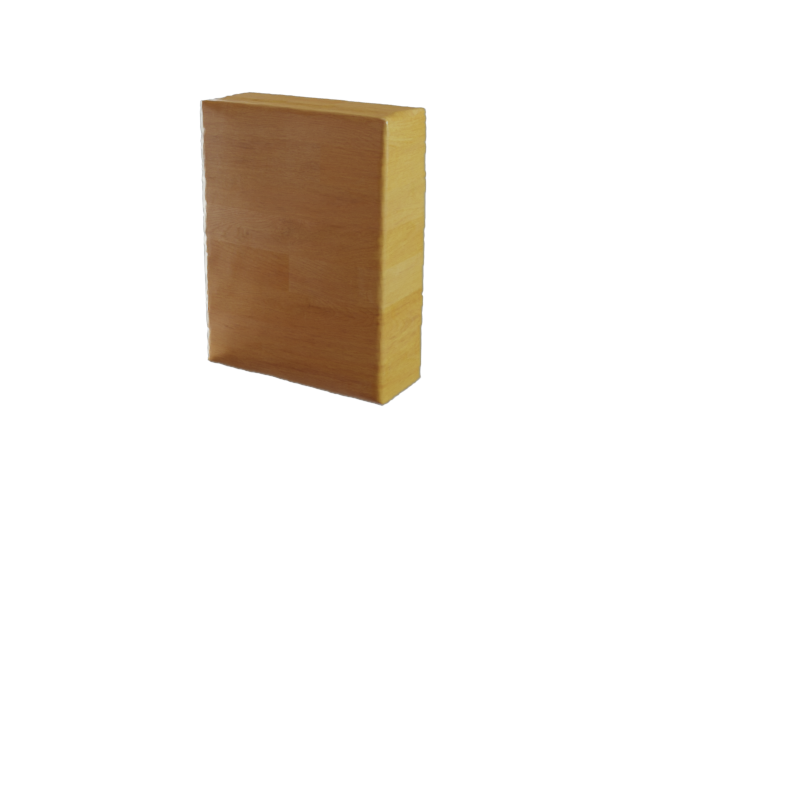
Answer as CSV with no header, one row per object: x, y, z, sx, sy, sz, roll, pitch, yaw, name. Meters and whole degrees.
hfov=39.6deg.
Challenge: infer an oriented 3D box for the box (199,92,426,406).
-0.066,-0.120,0.844,0.172,0.206,0.071,12,20,30,box
